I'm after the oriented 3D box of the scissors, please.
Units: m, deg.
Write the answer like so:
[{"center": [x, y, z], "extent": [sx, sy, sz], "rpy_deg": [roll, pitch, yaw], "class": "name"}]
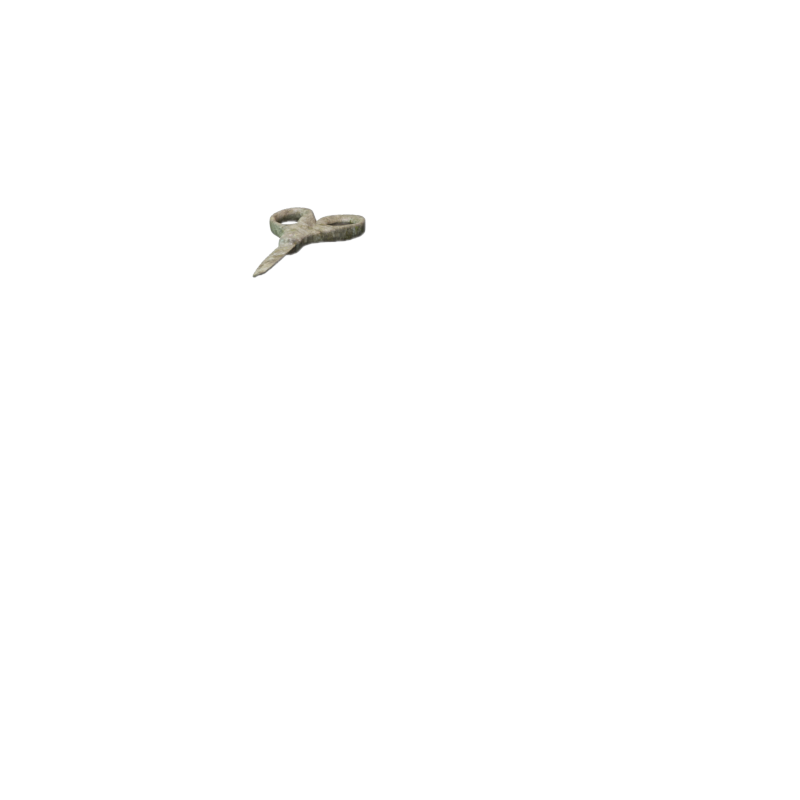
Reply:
[{"center": [-0.074, -0.135, 0.944], "extent": [0.096, 0.015, 0.211], "rpy_deg": [-2, 23, -4], "class": "scissors"}]
